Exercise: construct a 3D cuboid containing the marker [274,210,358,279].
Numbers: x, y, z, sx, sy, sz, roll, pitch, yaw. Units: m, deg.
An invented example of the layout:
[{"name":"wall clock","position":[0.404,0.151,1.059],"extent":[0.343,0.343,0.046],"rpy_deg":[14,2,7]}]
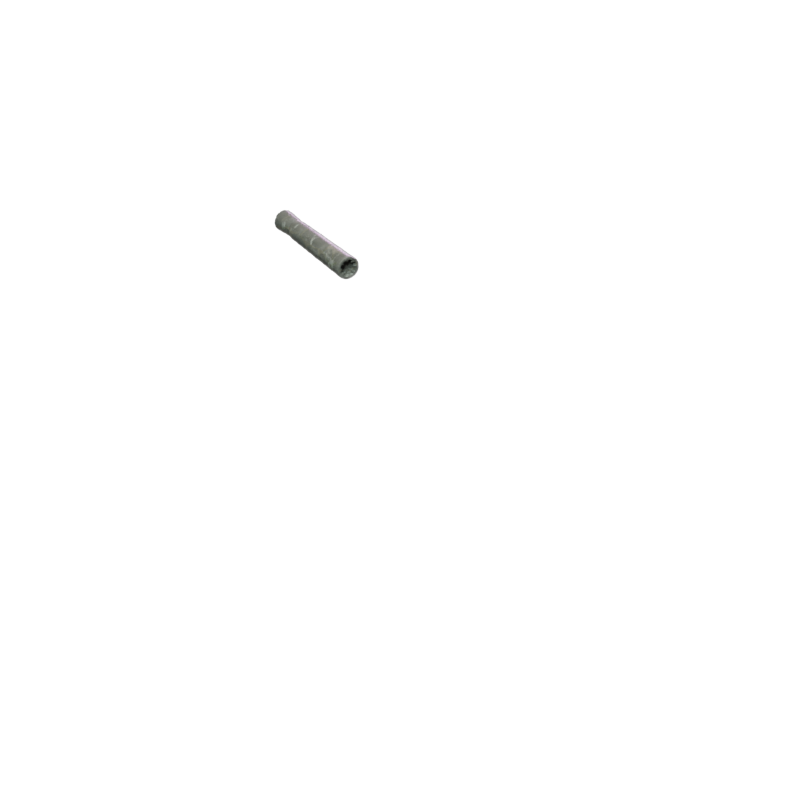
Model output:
[{"name":"marker","position":[-0.071,-0.129,0.906],"extent":[0.019,0.019,0.130],"rpy_deg":[-2,26,-31]}]
